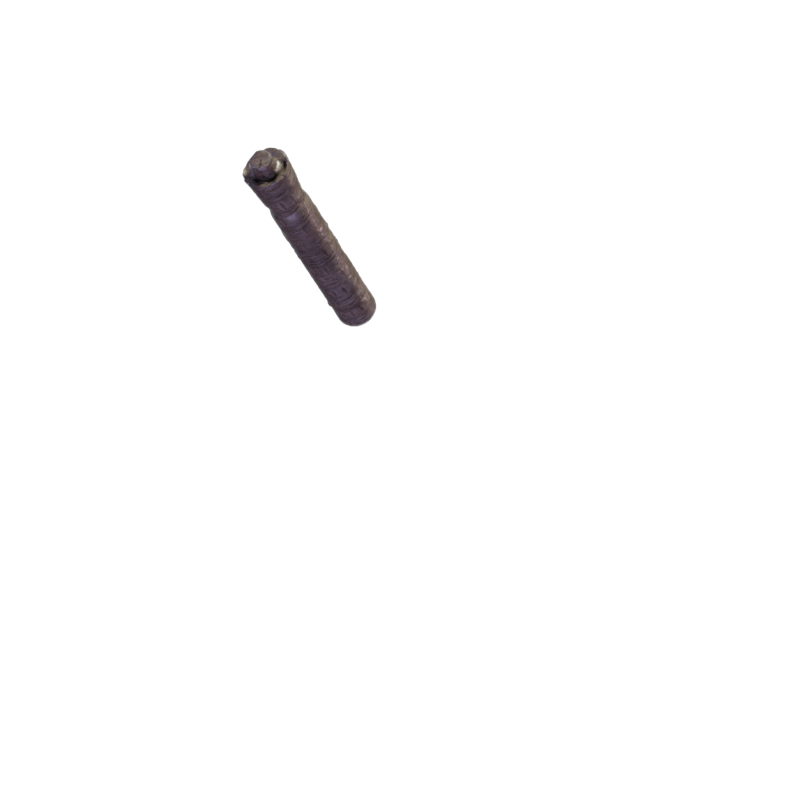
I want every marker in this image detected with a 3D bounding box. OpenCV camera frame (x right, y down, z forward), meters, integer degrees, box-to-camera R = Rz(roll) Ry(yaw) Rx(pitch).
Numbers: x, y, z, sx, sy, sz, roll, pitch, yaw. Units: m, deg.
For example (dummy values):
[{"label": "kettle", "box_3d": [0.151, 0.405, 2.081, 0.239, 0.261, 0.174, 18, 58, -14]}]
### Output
[{"label": "marker", "box_3d": [-0.036, -0.066, 0.464, 0.020, 0.021, 0.112, 2, -25, 20]}]
